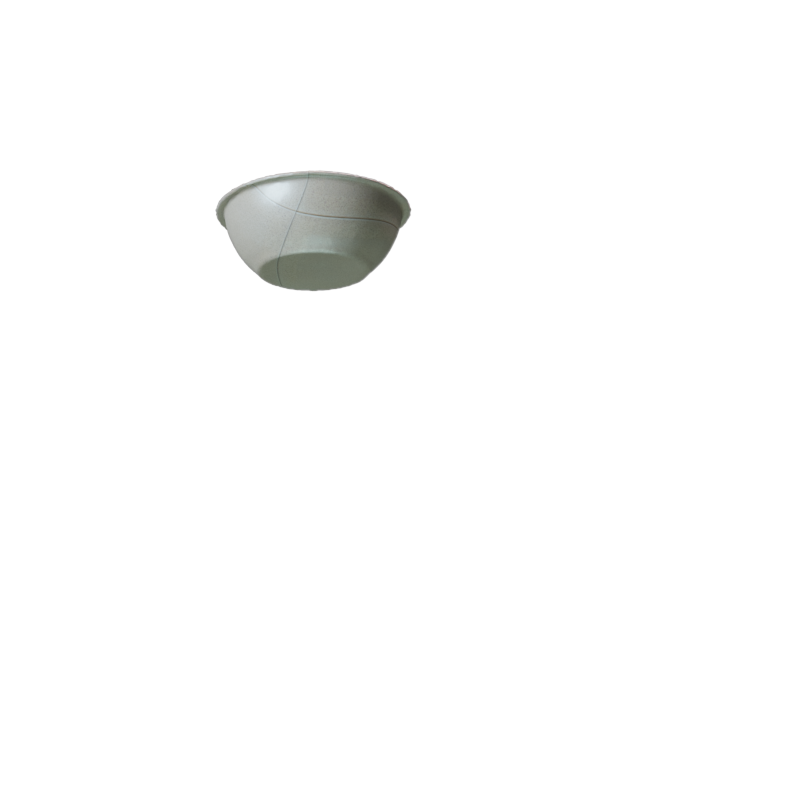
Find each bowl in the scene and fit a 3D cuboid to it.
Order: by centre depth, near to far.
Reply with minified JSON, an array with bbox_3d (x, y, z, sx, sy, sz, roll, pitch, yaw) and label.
[{"bbox_3d":[-0.071,-0.130,0.912,0.162,0.058,0.155,0,-16,-2],"label":"bowl"}]
